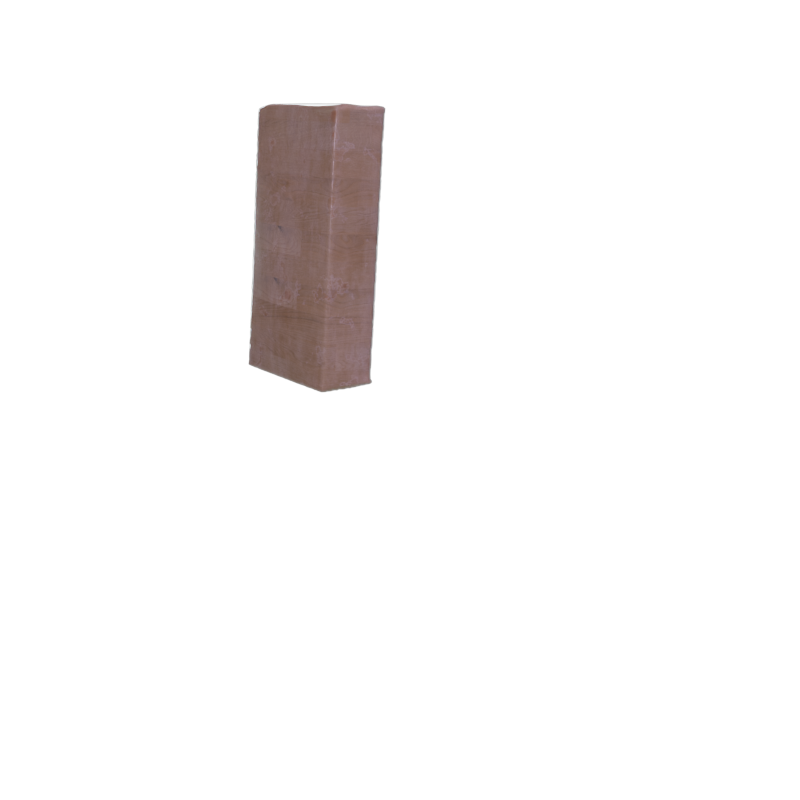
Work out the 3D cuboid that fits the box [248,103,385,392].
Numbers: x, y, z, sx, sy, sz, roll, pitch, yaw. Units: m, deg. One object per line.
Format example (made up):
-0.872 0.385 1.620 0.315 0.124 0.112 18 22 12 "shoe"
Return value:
-0.056 -0.102 0.712 0.046 0.173 0.098 -5 10 -36 "box"
